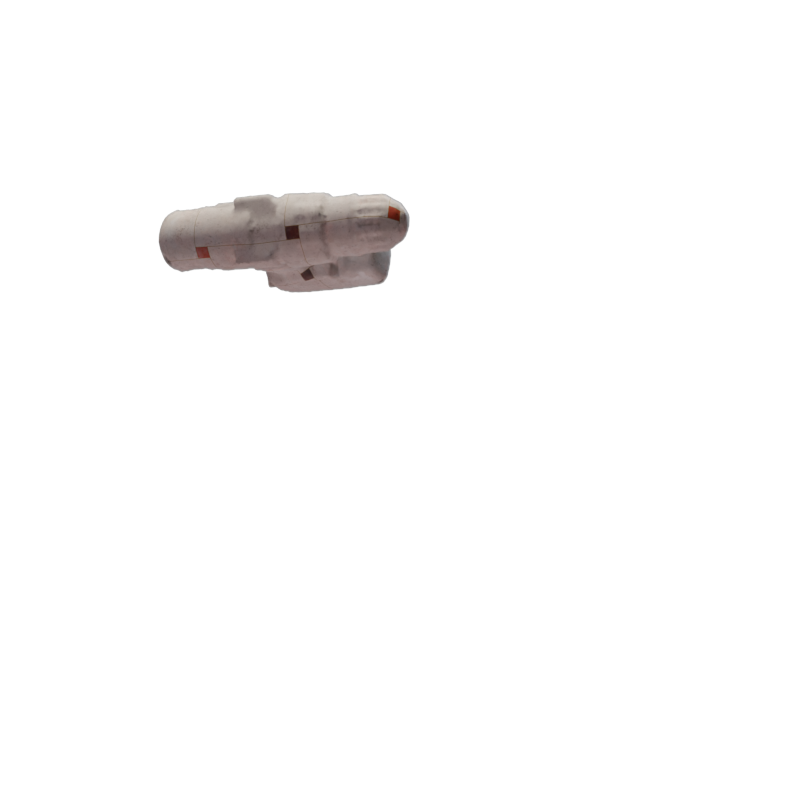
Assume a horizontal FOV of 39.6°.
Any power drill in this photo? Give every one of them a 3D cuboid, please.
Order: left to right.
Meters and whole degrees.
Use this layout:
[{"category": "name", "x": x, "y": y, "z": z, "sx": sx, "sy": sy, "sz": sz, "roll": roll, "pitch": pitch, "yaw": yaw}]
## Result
[{"category": "power drill", "x": -0.066, "y": -0.121, "z": 0.848, "sx": 0.188, "sy": 0.058, "sz": 0.181, "roll": 0, "pitch": -2, "yaw": 17}]
